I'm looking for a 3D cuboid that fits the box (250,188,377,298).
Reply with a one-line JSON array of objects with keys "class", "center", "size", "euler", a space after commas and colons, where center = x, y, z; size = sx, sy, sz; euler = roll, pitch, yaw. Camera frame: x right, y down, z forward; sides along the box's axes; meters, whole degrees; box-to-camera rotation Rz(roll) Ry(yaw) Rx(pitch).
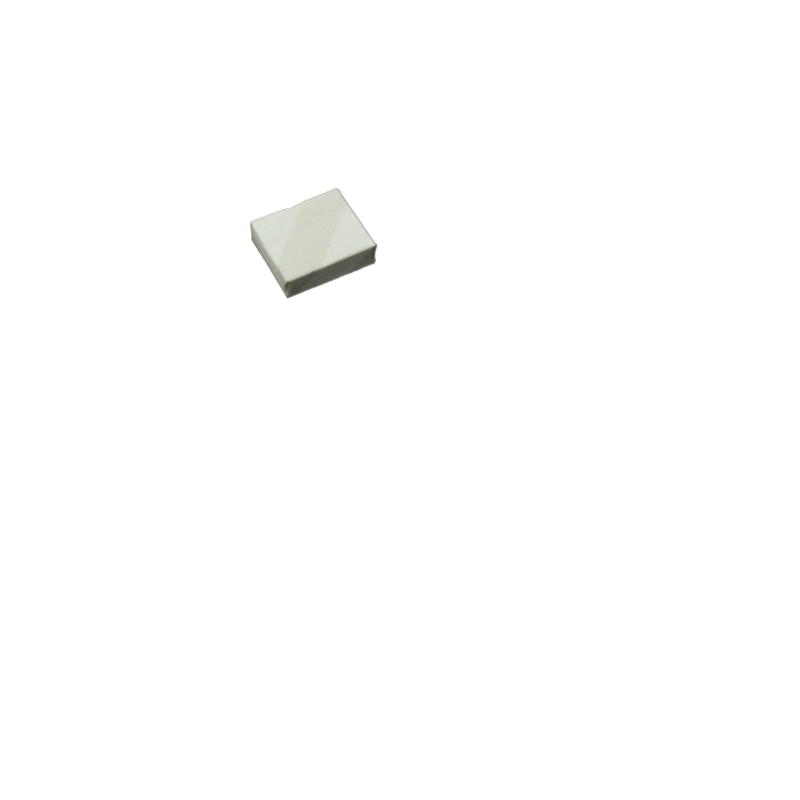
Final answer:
[{"class": "box", "center": [-0.075, -0.137, 0.960], "size": [0.089, 0.079, 0.028], "euler": [-24, -31, -16]}]
